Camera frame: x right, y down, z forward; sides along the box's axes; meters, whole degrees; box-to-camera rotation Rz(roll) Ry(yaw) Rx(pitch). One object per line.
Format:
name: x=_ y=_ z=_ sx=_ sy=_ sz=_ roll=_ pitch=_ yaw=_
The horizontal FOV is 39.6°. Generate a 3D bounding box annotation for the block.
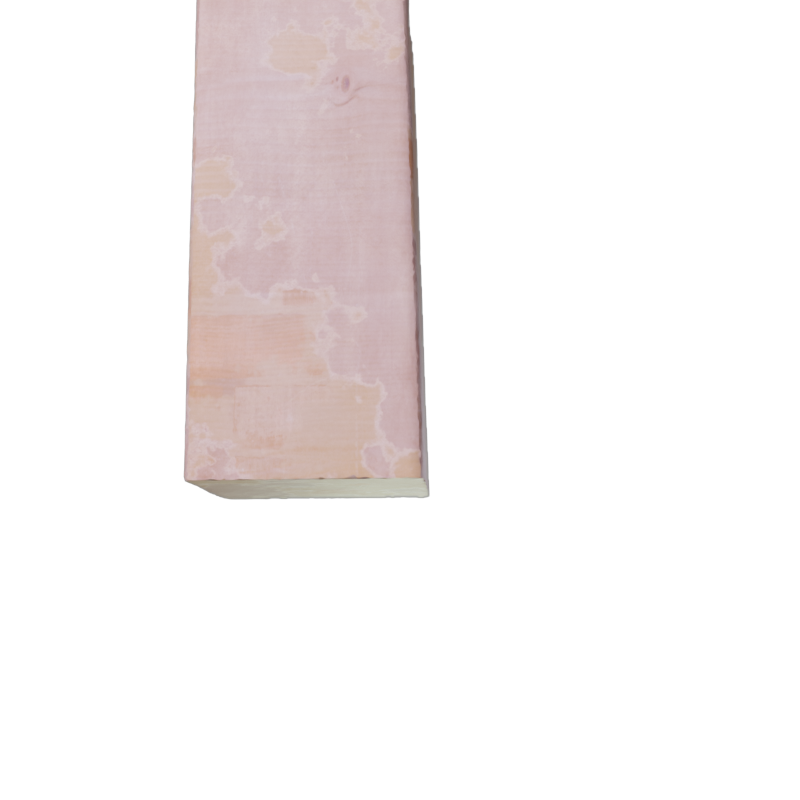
block: x=-0.037 y=-0.067 z=0.469 sx=0.091 sy=0.214 sz=0.086 roll=-2 pitch=-16 yaw=4
